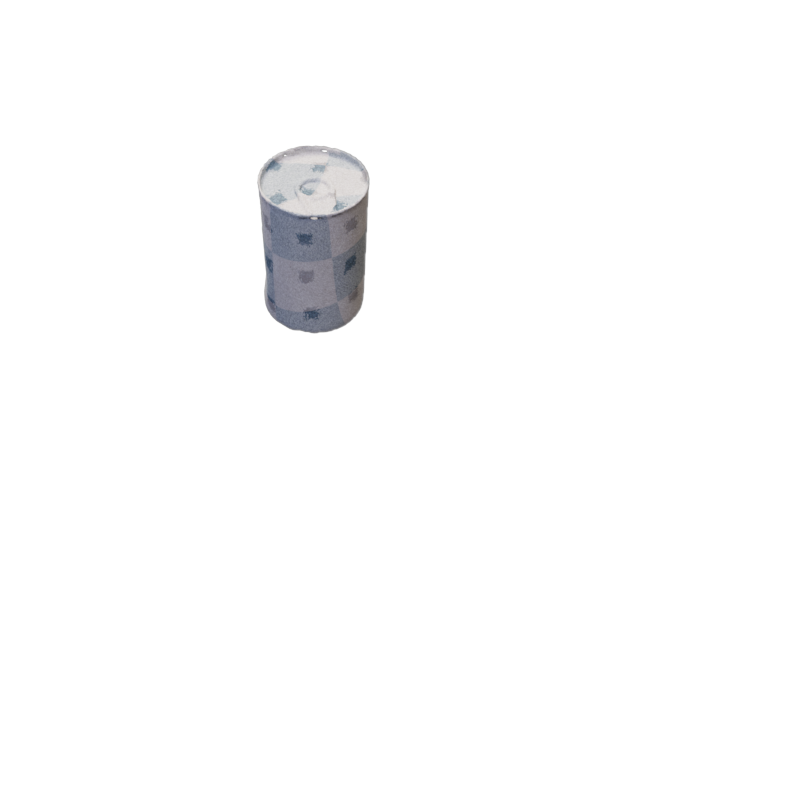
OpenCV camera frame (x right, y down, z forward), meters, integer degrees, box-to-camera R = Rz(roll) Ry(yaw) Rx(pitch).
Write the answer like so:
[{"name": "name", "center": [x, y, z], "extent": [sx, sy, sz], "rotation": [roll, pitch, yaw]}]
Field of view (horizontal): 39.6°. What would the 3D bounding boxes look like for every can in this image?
[{"name": "can", "center": [-0.055, -0.100, 0.702], "extent": [0.068, 0.074, 0.095], "rotation": [0, -45, -3]}]
